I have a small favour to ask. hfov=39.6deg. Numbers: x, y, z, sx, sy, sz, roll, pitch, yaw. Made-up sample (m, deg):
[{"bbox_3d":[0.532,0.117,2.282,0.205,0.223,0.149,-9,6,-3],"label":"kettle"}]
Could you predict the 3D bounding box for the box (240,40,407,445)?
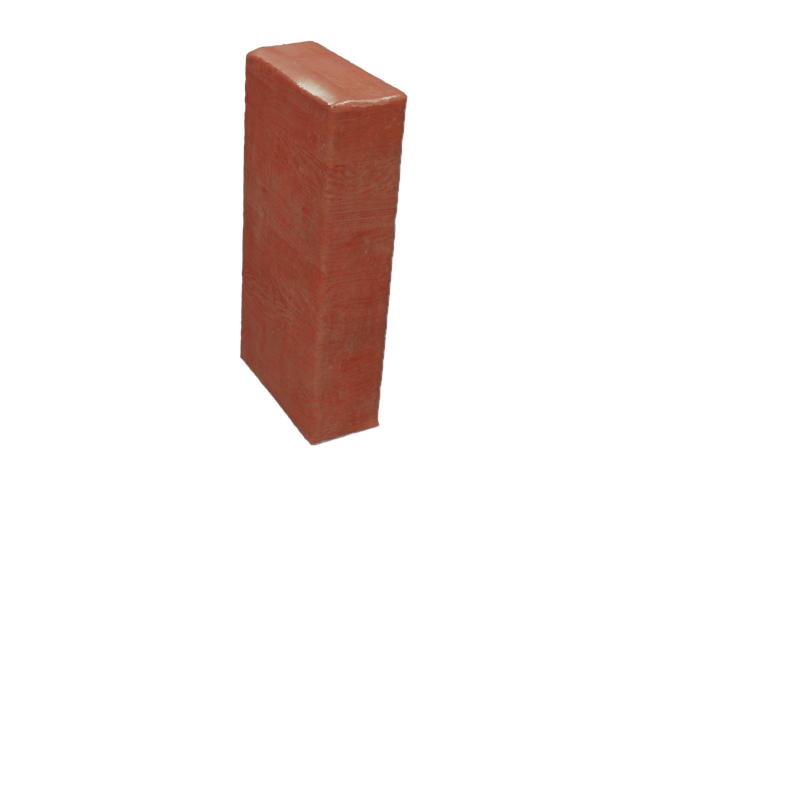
[{"bbox_3d":[-0.043,-0.077,0.543,0.047,0.166,0.101,-13,33,-26],"label":"box"}]
